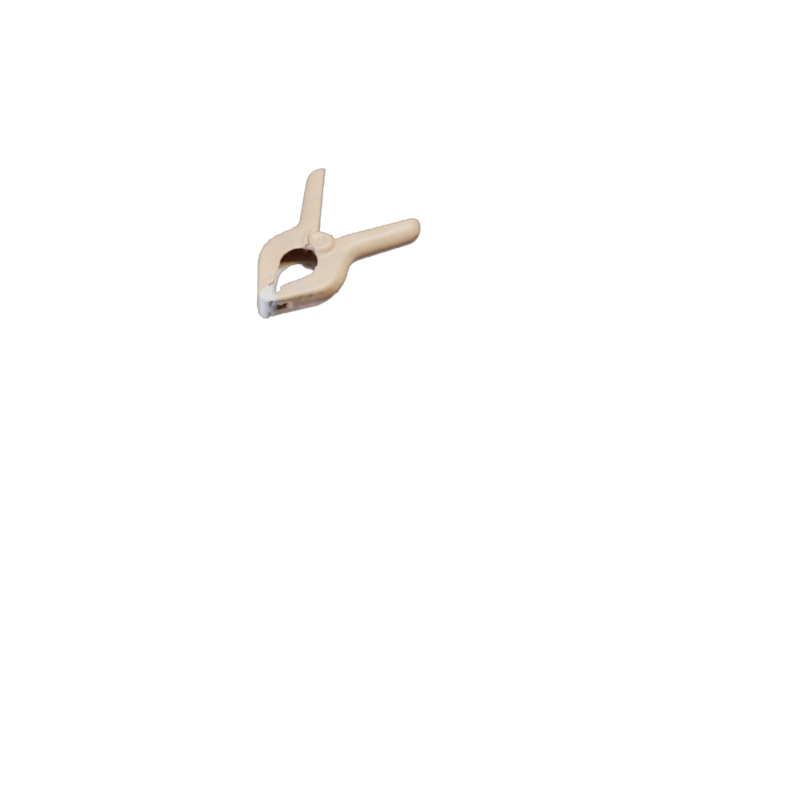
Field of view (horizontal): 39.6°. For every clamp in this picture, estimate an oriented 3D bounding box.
[{"bbox_3d":[-0.078,-0.142,0.994,0.128,0.036,0.173,34,55,27],"label":"clamp"}]
